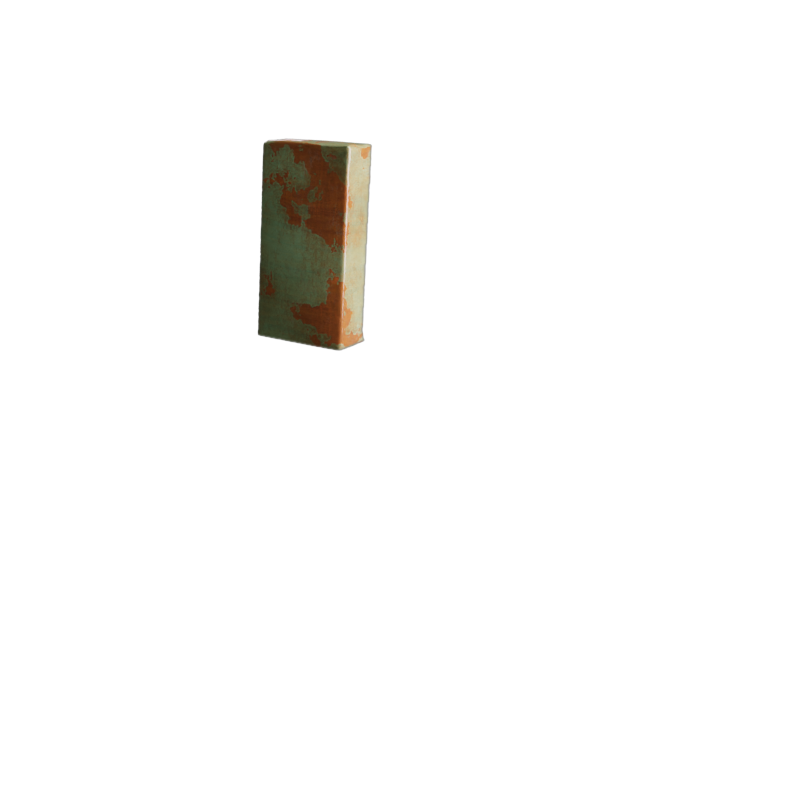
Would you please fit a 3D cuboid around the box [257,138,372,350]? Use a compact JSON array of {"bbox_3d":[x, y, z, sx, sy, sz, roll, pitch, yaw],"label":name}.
[{"bbox_3d":[-0.076,-0.138,0.969,0.097,0.172,0.047,8,12,32],"label":"box"}]
